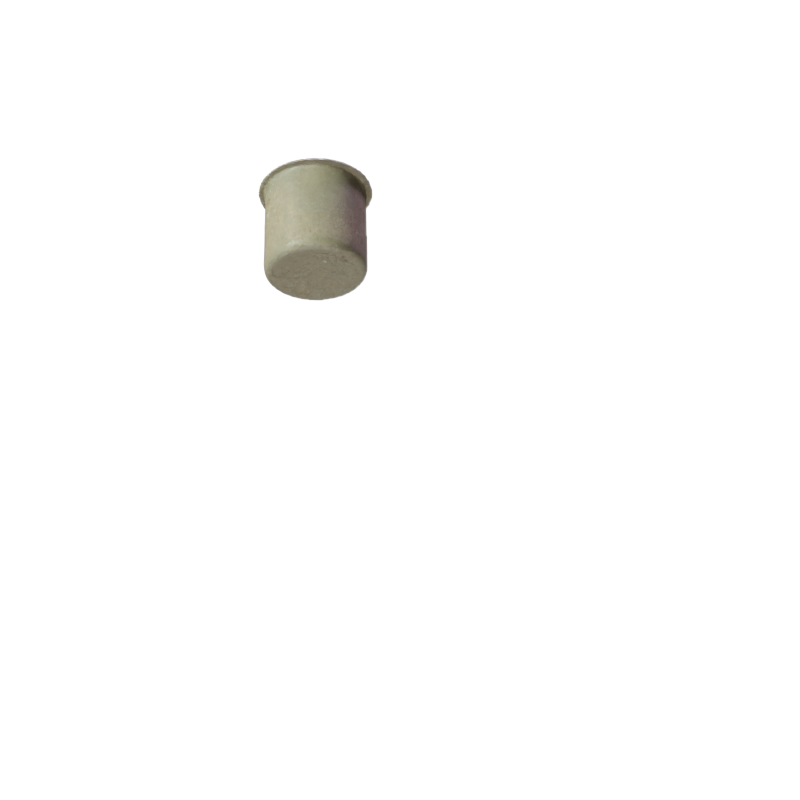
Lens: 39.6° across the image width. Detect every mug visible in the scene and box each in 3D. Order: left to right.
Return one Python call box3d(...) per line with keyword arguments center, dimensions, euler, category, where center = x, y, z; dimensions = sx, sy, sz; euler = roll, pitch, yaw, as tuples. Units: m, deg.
box3d(center=(-0.070, -0.128, 0.898), dimensions=(0.092, 0.087, 0.111), euler=(5, -31, -10), category="mug")
